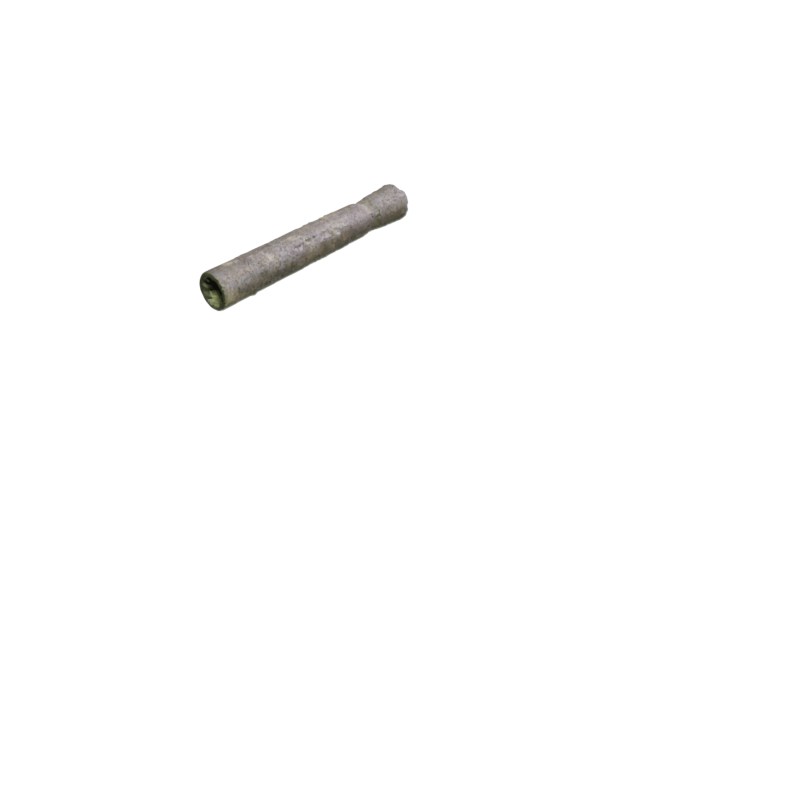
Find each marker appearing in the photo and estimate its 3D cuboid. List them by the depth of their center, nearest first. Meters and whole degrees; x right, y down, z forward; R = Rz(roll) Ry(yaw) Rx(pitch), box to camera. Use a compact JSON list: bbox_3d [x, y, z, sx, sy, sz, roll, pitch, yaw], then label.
[{"bbox_3d":[-0.040,-0.074,0.516,0.121,0.019,0.021,-33,24,-35],"label":"marker"}]
